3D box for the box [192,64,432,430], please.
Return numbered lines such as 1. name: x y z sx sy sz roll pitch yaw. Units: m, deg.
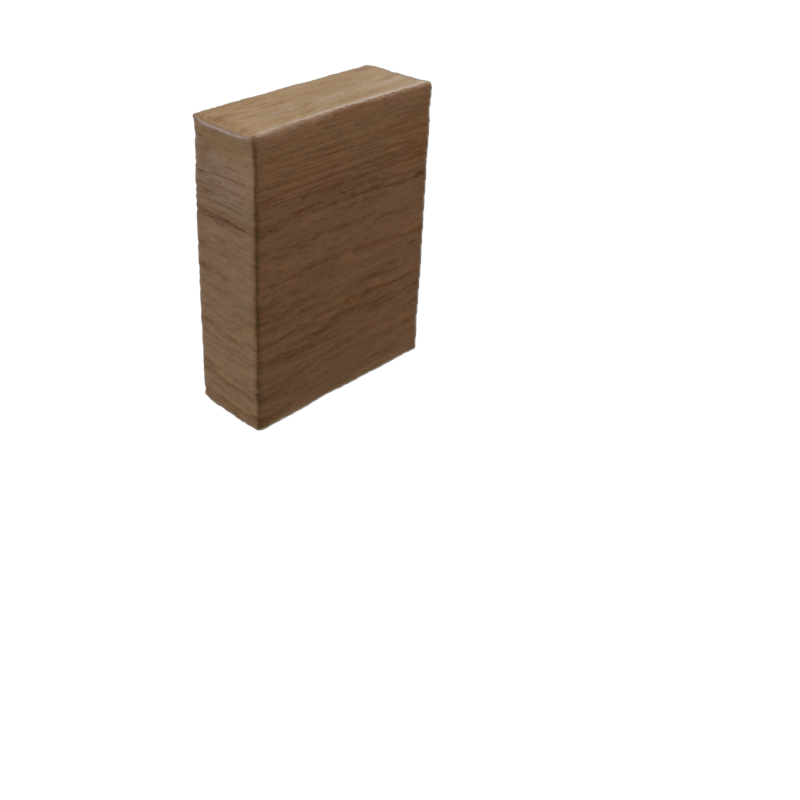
1. box: -0.060 -0.110 0.771 0.076 0.202 0.163 24 36 37
